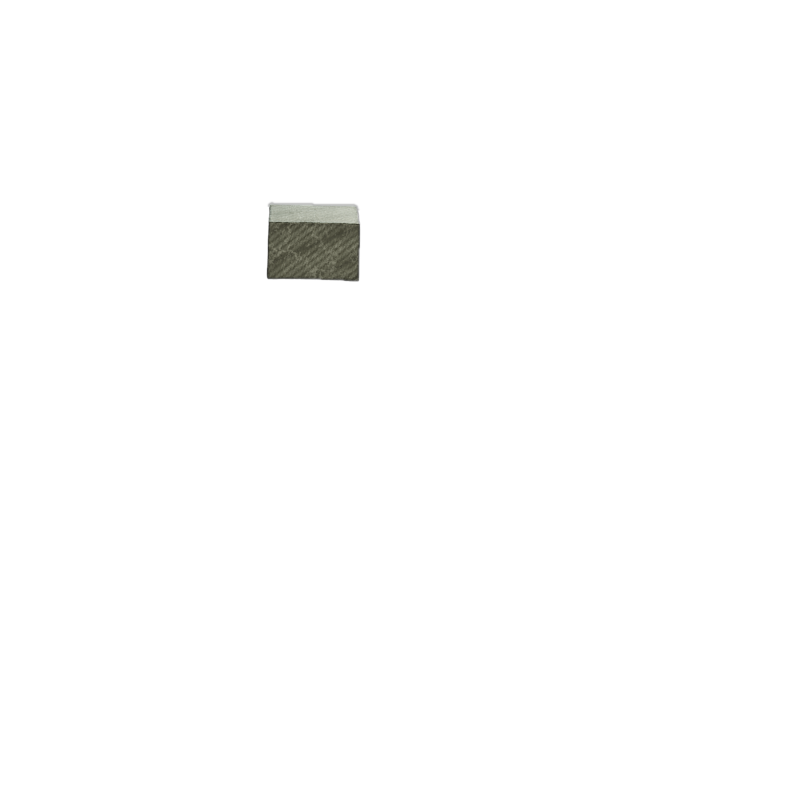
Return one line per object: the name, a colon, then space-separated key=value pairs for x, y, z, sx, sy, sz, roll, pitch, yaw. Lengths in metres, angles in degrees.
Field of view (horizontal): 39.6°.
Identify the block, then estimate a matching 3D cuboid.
block: x=-0.073 y=-0.133 z=0.933 sx=0.078 sy=0.050 sz=0.054 roll=2 pitch=23 yaw=-2
